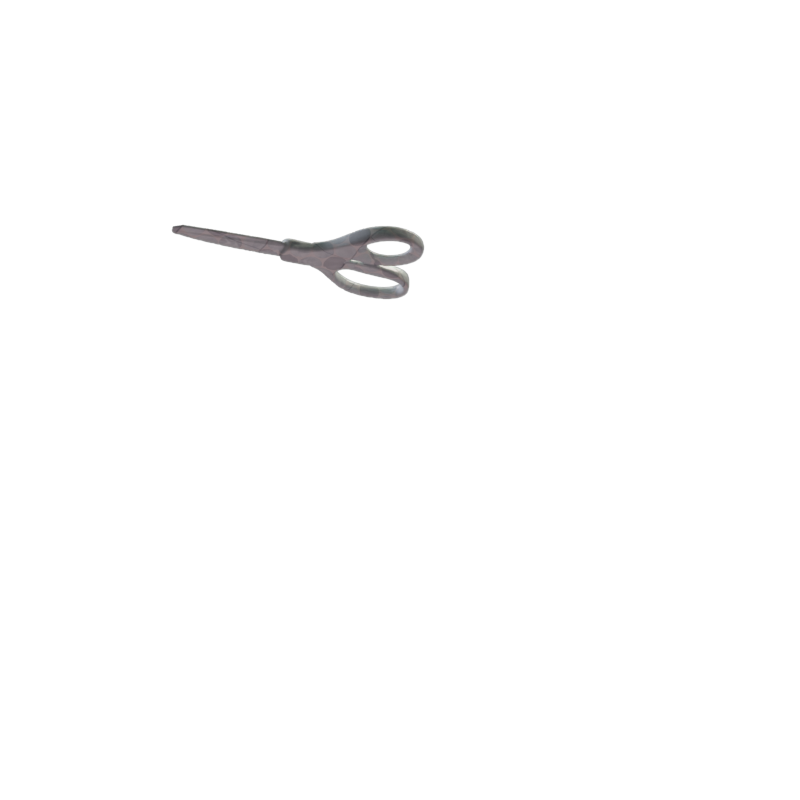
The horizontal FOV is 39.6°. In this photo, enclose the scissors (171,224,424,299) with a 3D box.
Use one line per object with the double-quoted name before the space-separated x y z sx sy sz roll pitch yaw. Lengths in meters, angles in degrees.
"scissors" -0.068 -0.124 0.871 0.192 0.017 0.095 18 -35 -28
